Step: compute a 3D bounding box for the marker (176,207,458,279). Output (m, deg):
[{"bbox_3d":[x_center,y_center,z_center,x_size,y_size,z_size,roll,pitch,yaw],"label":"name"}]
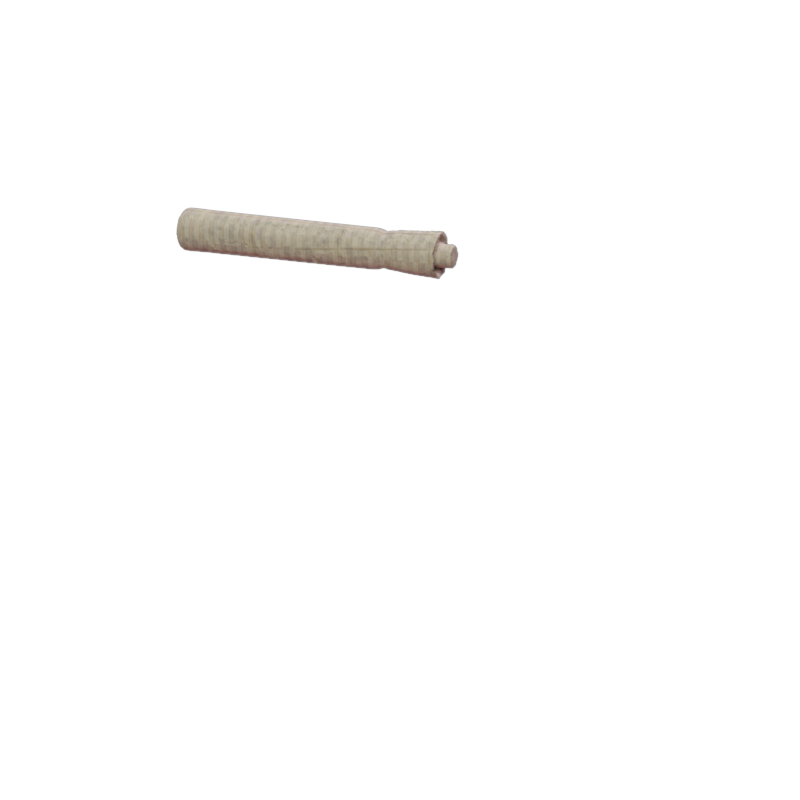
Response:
[{"bbox_3d":[-0.035,-0.065,0.453,0.125,0.020,0.019,9,7,24],"label":"marker"}]
